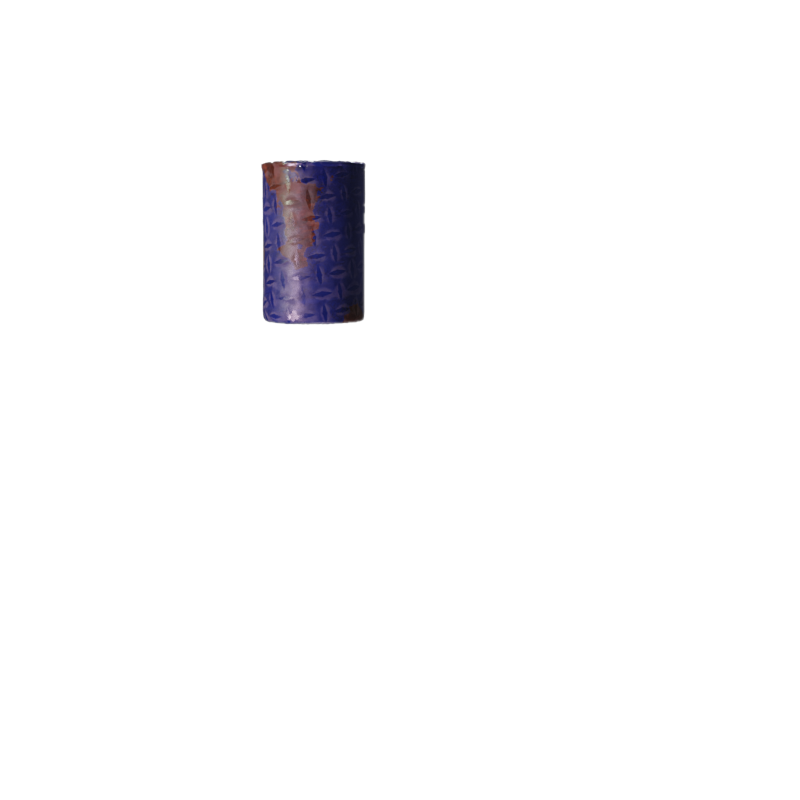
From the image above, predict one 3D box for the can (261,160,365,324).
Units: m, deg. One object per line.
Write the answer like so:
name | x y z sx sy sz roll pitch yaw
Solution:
can | -0.056 -0.103 0.719 0.068 0.102 0.069 0 3 -2
